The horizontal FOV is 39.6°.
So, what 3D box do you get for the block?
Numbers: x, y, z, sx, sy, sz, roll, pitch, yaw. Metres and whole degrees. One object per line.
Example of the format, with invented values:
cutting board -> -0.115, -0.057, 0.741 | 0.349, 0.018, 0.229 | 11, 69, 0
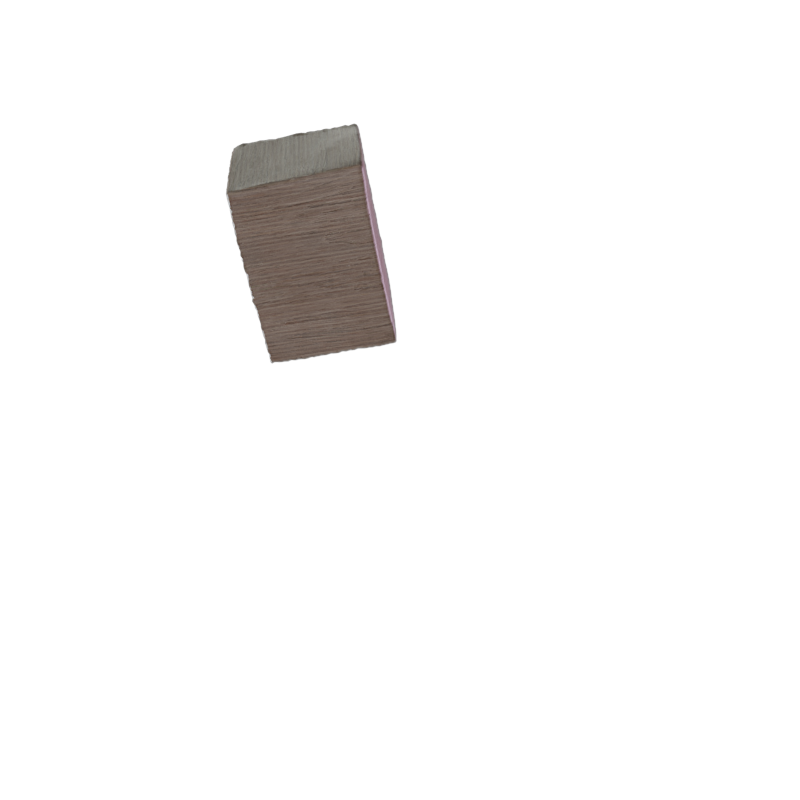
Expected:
block -> -0.034, -0.063, 0.439 | 0.053, 0.073, 0.054 | -10, 29, 3
